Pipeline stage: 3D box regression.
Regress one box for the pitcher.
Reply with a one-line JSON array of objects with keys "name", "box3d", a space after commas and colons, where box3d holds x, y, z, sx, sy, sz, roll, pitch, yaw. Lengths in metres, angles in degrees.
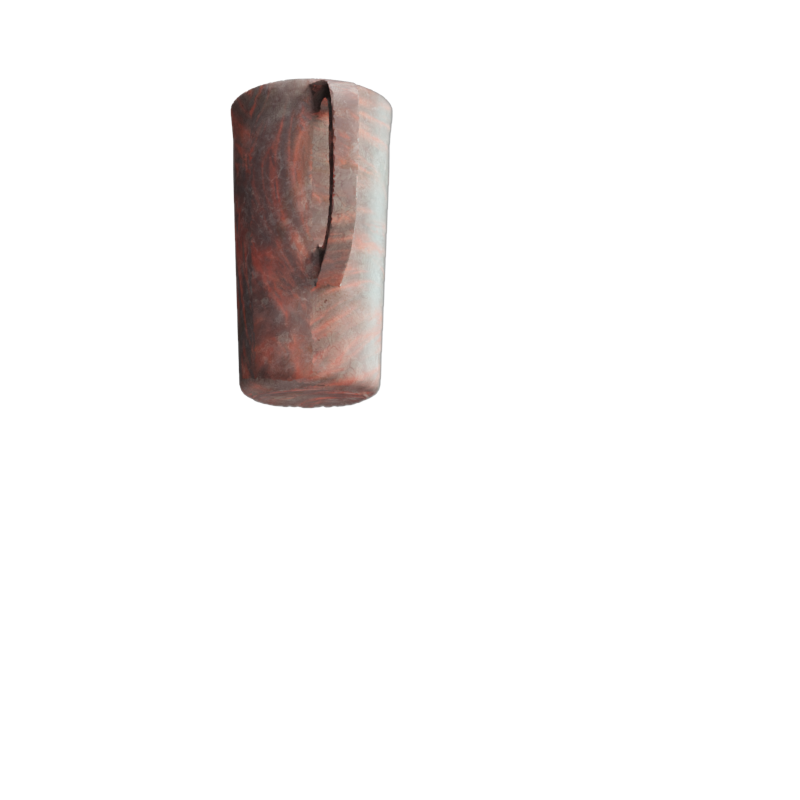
[{"name": "pitcher", "box3d": [-0.068, -0.124, 0.866, 0.148, 0.253, 0.140, -9, -17, 26]}]
